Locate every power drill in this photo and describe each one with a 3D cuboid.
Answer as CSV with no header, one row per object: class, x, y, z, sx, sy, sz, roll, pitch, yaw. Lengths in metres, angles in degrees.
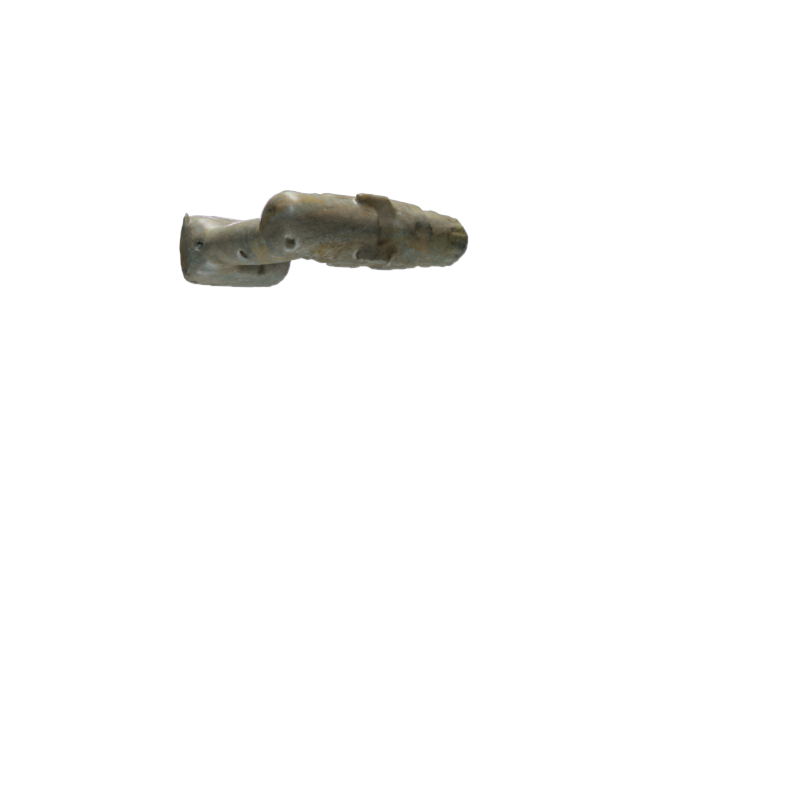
power drill,-0.067,-0.122,0.853,0.176,0.058,0.193,2,-3,-42
